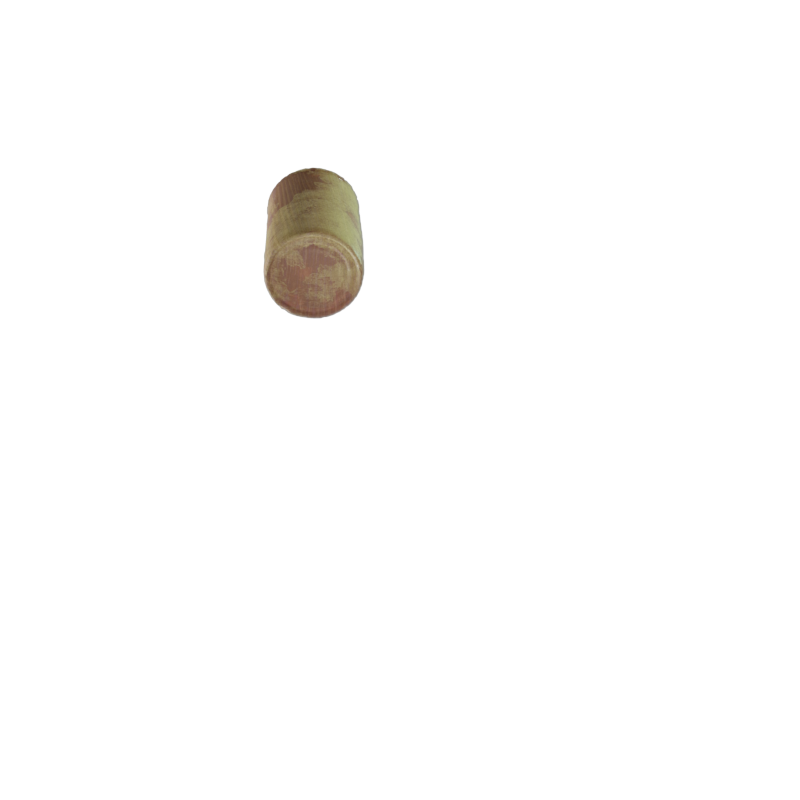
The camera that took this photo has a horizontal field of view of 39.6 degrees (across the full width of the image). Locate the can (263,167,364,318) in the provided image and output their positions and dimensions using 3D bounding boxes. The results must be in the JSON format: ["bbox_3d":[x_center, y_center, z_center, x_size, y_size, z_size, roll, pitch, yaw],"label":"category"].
[{"bbox_3d":[-0.060,-0.110,0.771,0.068,0.064,0.109,-1,32,-3],"label":"can"}]
